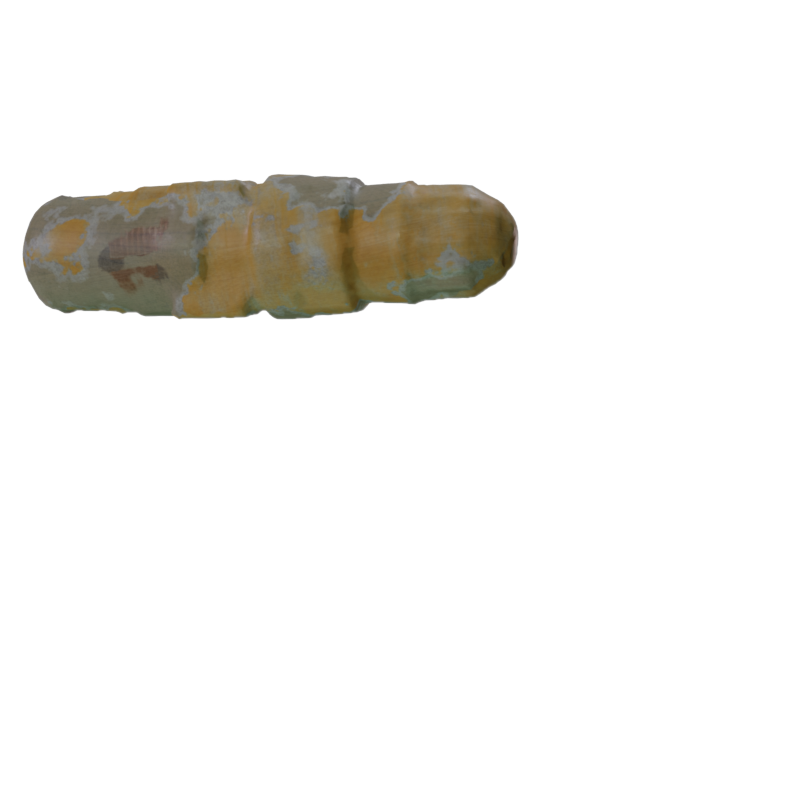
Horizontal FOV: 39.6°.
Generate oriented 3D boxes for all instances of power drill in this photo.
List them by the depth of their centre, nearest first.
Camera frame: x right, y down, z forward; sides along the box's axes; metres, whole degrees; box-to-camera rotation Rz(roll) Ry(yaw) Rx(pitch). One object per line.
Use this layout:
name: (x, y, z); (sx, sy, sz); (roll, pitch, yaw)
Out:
power drill: (-0.037, -0.067, 0.469); (0.188, 0.057, 0.186); (2, 7, 14)
